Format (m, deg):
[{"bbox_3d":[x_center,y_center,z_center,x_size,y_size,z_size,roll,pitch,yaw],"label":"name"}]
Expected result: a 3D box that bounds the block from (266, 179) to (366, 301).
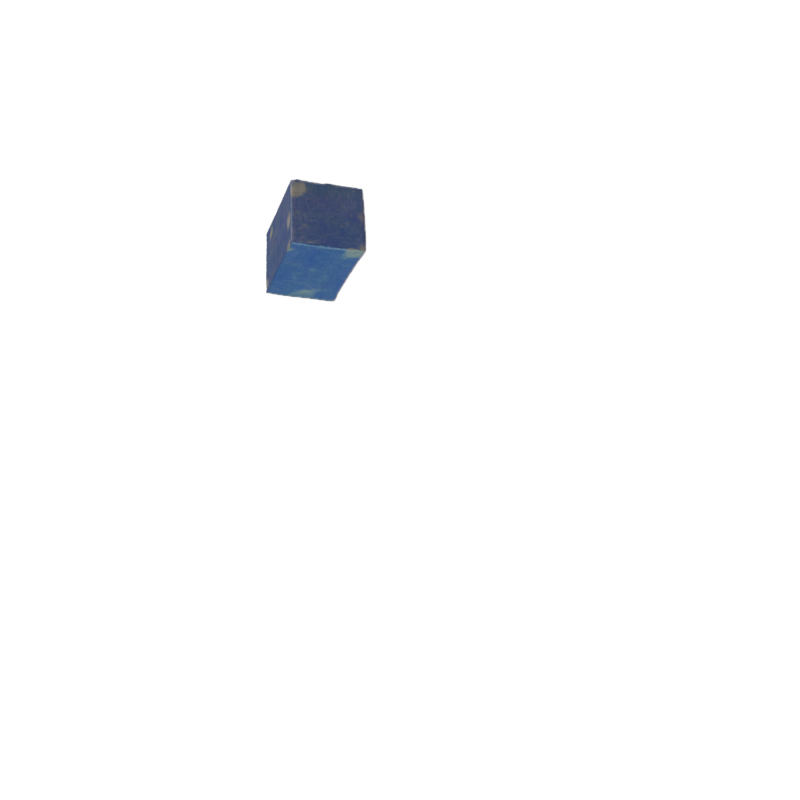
[{"bbox_3d":[-0.060,-0.109,0.767,0.051,0.054,0.075,7,-26,-17],"label":"block"}]
